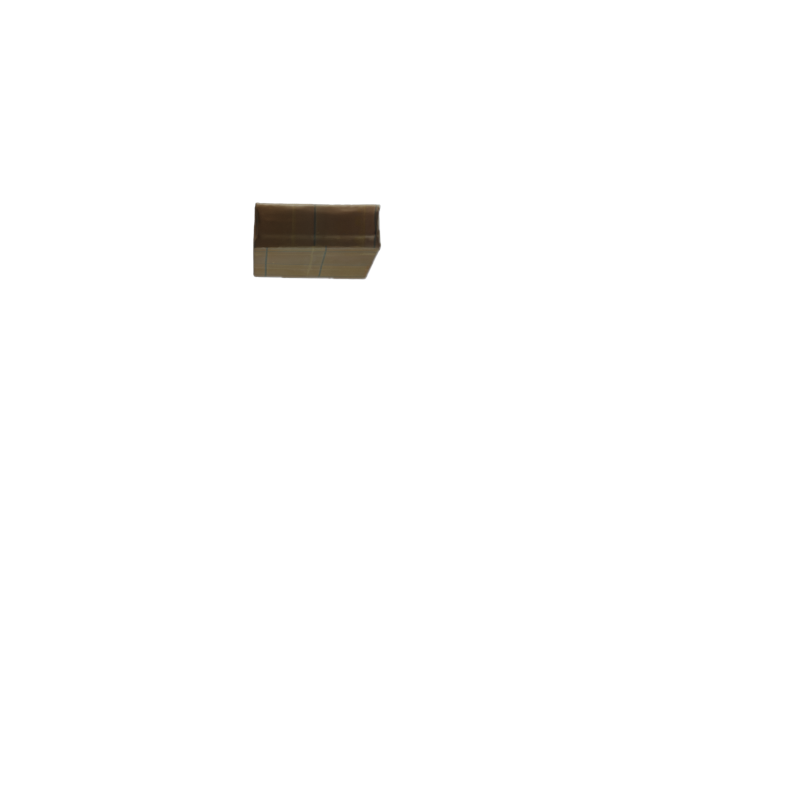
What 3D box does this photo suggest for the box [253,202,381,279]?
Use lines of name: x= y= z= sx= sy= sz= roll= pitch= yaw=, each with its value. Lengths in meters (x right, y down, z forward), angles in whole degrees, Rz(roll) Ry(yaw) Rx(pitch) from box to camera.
box: x=-0.052 y=-0.095 z=0.668 sx=0.073 sy=0.031 sz=0.088 roll=1 pitch=-7 yaw=-5
